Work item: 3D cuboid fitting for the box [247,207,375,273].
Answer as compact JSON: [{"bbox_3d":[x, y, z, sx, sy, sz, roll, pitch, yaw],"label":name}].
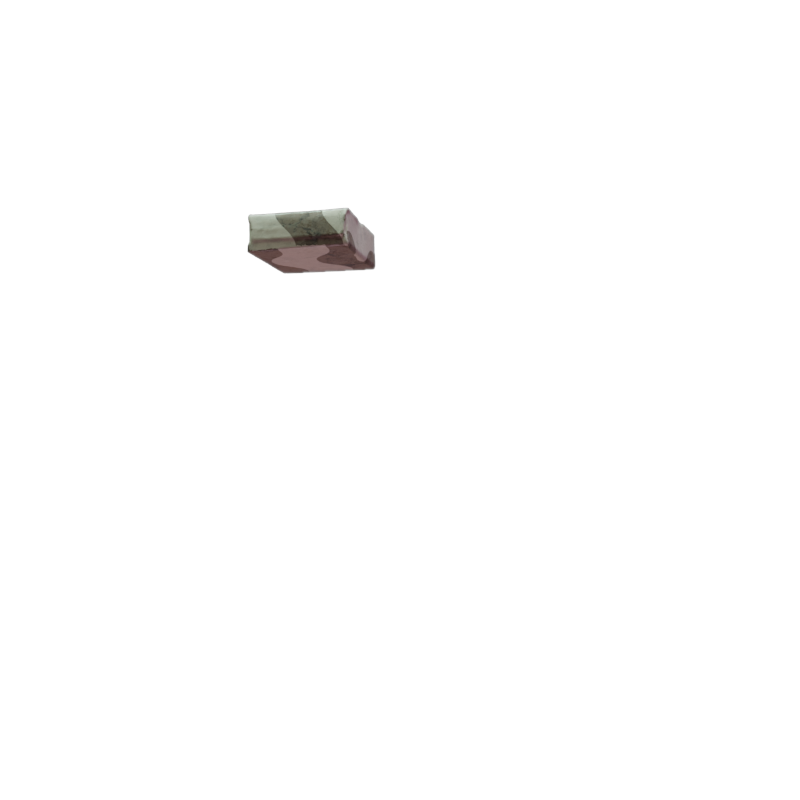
[{"bbox_3d":[-0.063,-0.115,0.805,0.074,0.031,0.086,-2,-6,13],"label":"box"}]
